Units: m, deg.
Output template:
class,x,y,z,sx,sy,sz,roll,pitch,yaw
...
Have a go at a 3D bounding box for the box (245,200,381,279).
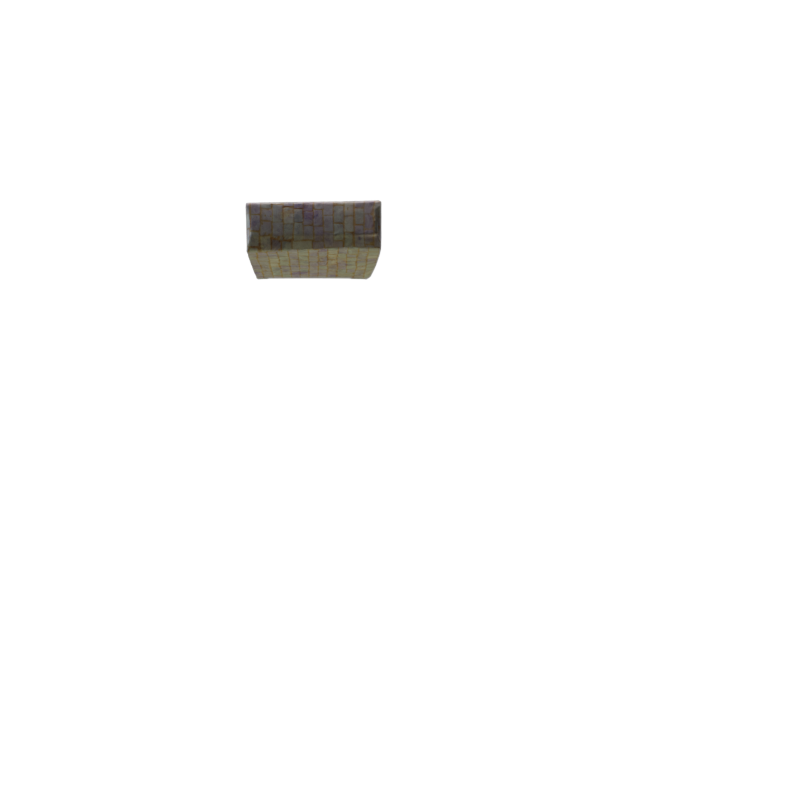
class,x,y,z,sx,sy,sz,roll,pitch,yaw
box,-0.061,-0.111,0.775,0.090,0.040,0.111,0,-6,-3
